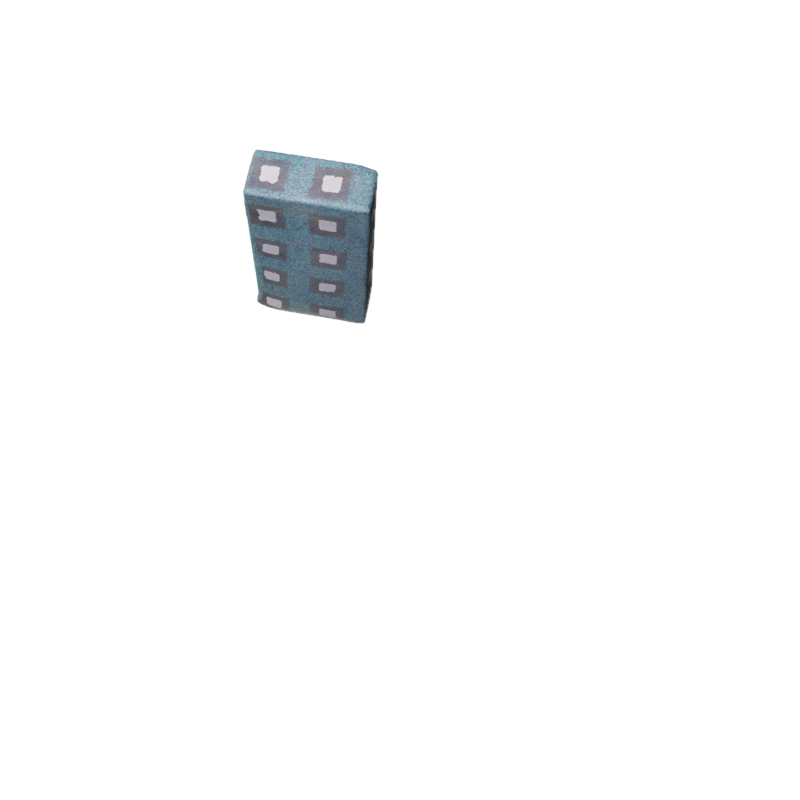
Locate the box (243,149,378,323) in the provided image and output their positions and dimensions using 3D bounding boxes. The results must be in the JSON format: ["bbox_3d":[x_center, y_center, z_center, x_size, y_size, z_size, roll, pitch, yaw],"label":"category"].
[{"bbox_3d":[-0.067,-0.122,0.853,0.094,0.051,0.166,11,-27,2],"label":"box"}]
